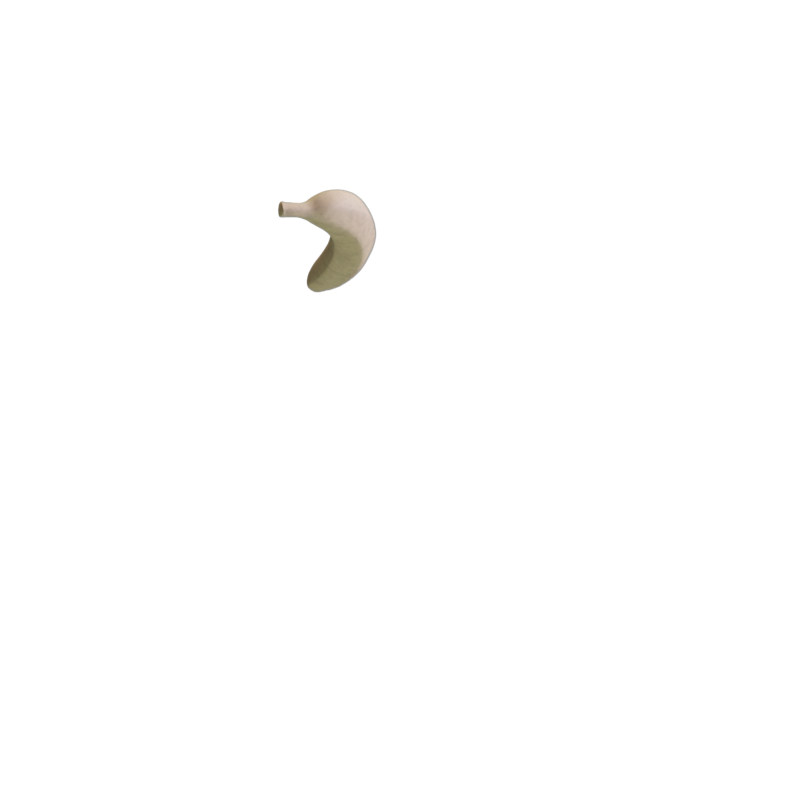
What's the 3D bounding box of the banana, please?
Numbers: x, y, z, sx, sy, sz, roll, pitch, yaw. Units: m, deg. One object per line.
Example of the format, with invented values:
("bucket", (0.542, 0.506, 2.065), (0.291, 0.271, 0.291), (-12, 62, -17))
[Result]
("banana", (-0.054, -0.133, 0.915), (0.070, 0.038, 0.188), (-1, -15, 3))
